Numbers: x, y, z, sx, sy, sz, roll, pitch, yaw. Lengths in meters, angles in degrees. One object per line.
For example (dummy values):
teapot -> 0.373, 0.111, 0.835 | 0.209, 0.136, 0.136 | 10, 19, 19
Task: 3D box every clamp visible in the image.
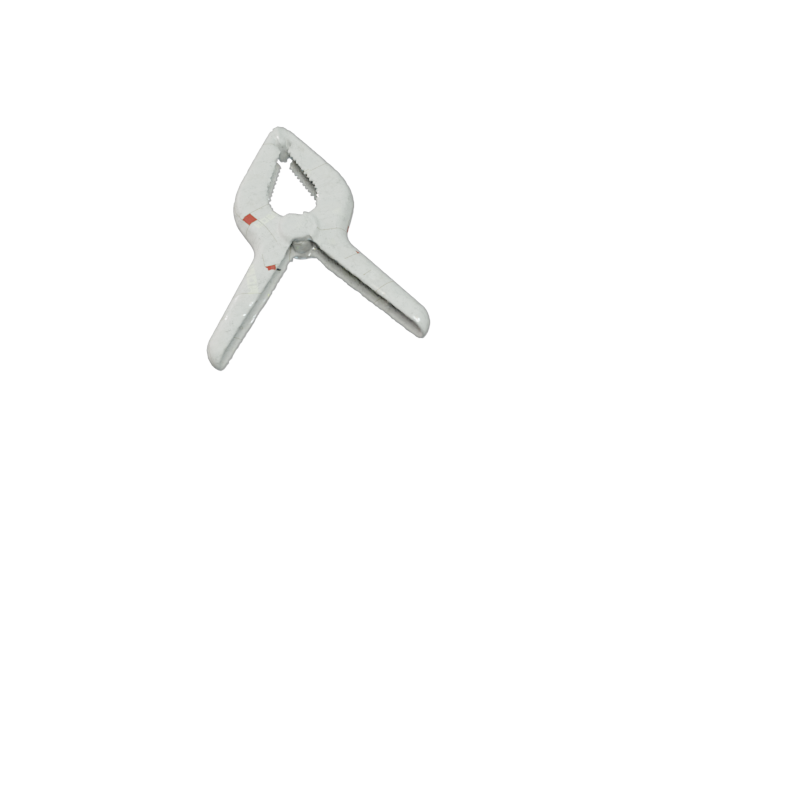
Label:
clamp -> -0.067, -0.123, 0.859 | 0.164, 0.224, 0.034 | -4, -30, -2
